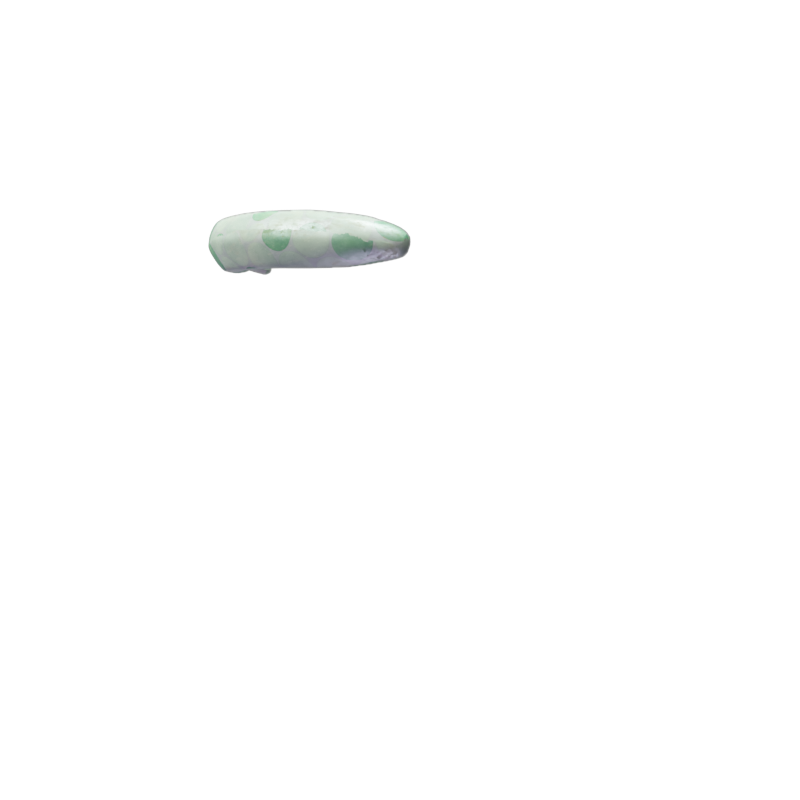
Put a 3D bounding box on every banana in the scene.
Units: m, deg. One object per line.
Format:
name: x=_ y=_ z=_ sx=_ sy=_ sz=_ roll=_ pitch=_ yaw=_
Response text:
banana: x=-0.072 y=-0.099 z=0.689 sx=0.067 sy=0.037 sz=0.205 roll=-2 pitch=5 yaw=-30
